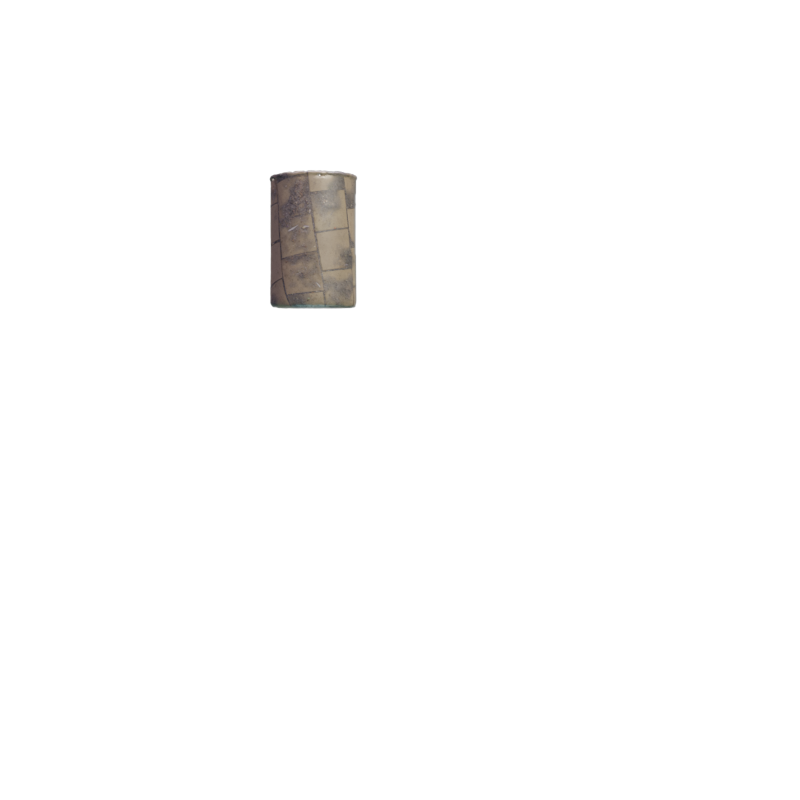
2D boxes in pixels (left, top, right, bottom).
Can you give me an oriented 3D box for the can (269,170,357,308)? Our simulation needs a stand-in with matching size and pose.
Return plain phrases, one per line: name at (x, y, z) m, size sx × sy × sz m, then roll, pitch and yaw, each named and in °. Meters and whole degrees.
can at (-0.067, -0.123, 0.859) m, size 0.068 × 0.103 × 0.068 m, roll 0°, pitch -3°, yaw -2°
